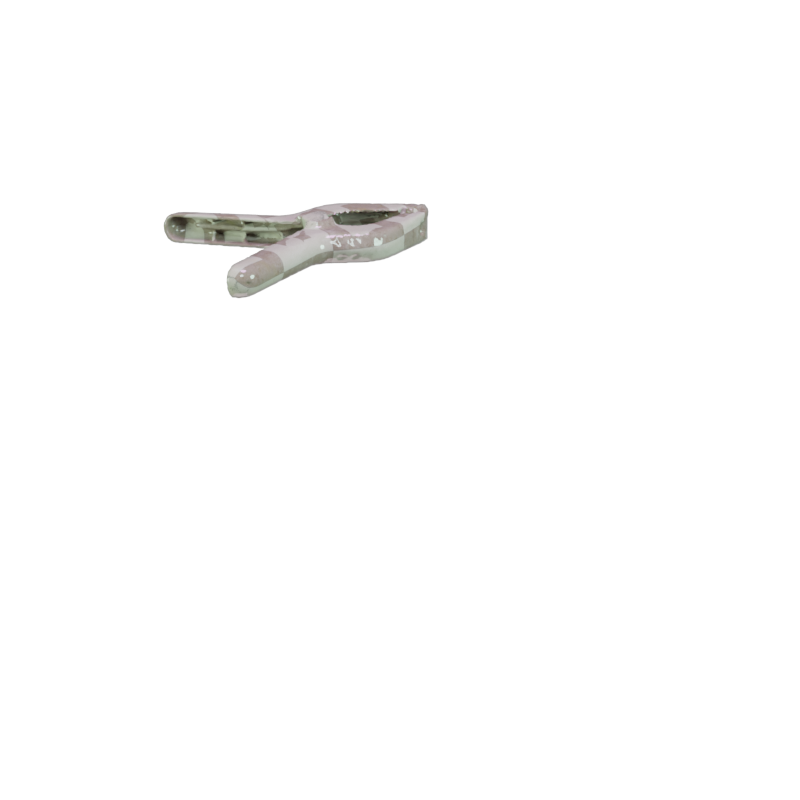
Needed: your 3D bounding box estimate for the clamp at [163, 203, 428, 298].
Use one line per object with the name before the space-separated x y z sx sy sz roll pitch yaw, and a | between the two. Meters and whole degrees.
clamp | -0.068 -0.124 0.869 0.206 0.035 0.176 -8 27 -17
